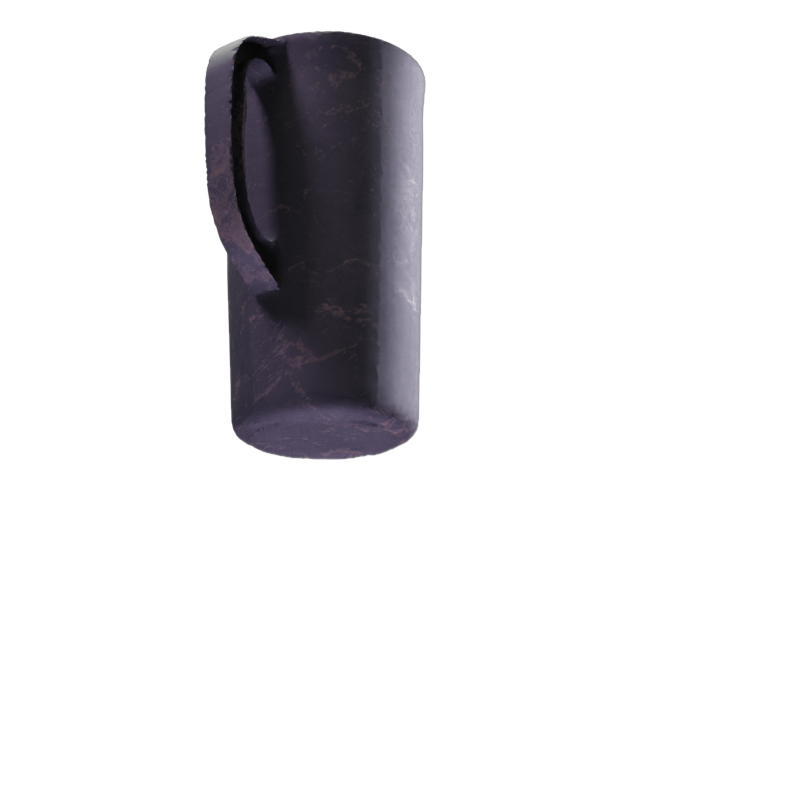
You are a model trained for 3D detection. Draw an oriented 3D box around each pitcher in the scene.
[{"bbox_3d":[-0.053,-0.096,0.674,0.147,0.256,0.140,4,-22,-12],"label":"pitcher"}]
